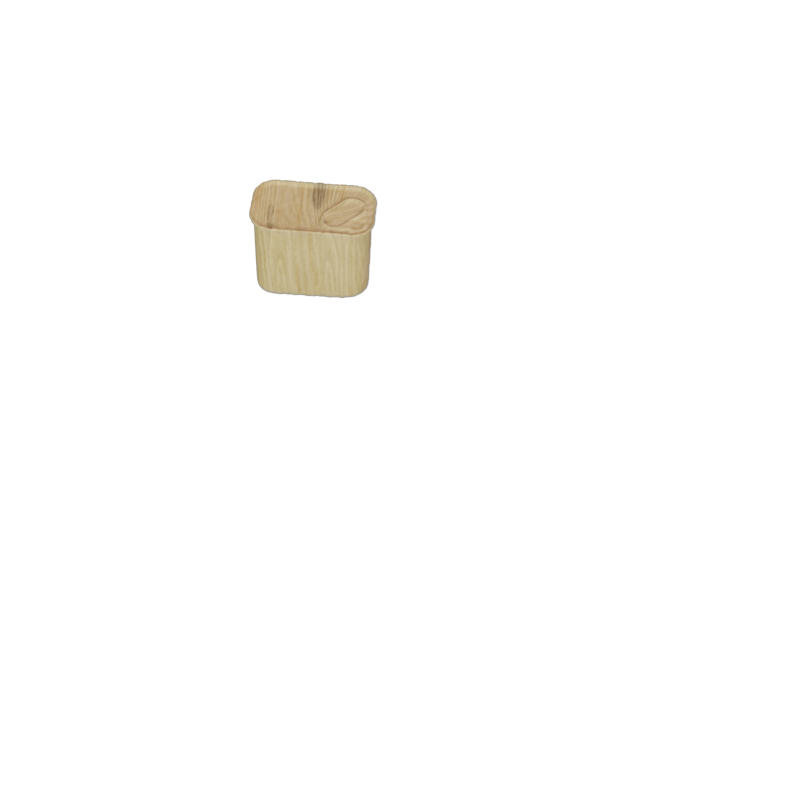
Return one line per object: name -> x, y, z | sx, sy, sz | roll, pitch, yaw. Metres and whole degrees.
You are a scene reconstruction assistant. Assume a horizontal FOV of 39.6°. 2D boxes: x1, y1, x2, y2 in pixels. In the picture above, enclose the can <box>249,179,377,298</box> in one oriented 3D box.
can -> -0.072, -0.132, 0.924 | 0.102, 0.061, 0.078 | 5, -39, 2
